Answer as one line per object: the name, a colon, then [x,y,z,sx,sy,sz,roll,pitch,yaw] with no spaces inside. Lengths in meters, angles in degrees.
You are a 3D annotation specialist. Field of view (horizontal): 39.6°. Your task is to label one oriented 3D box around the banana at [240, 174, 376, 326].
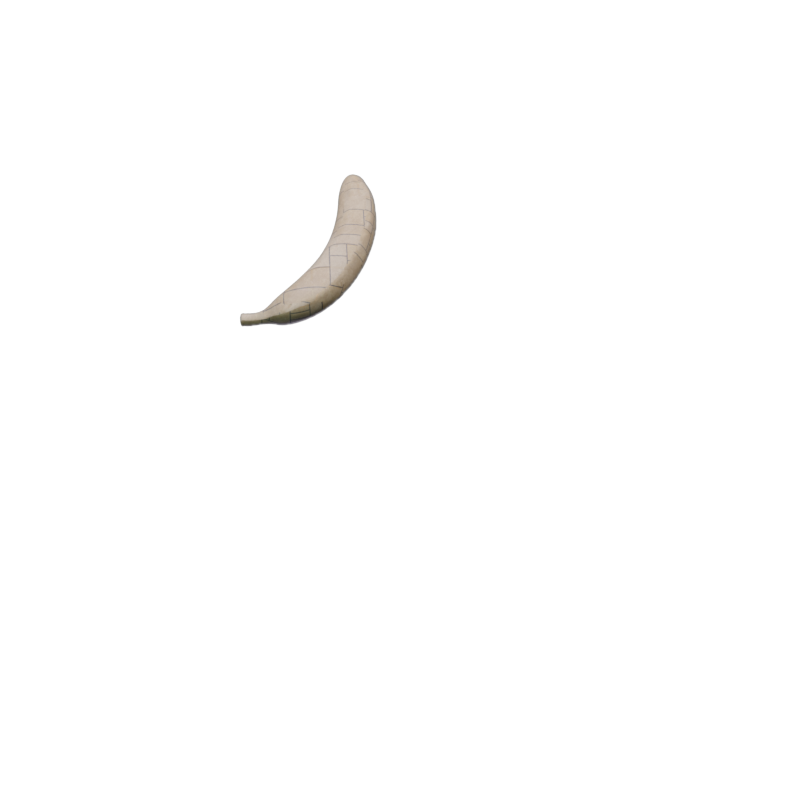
banana: [-0.062,-0.130,0.973,0.072,0.204,0.034,22,-36,16]
